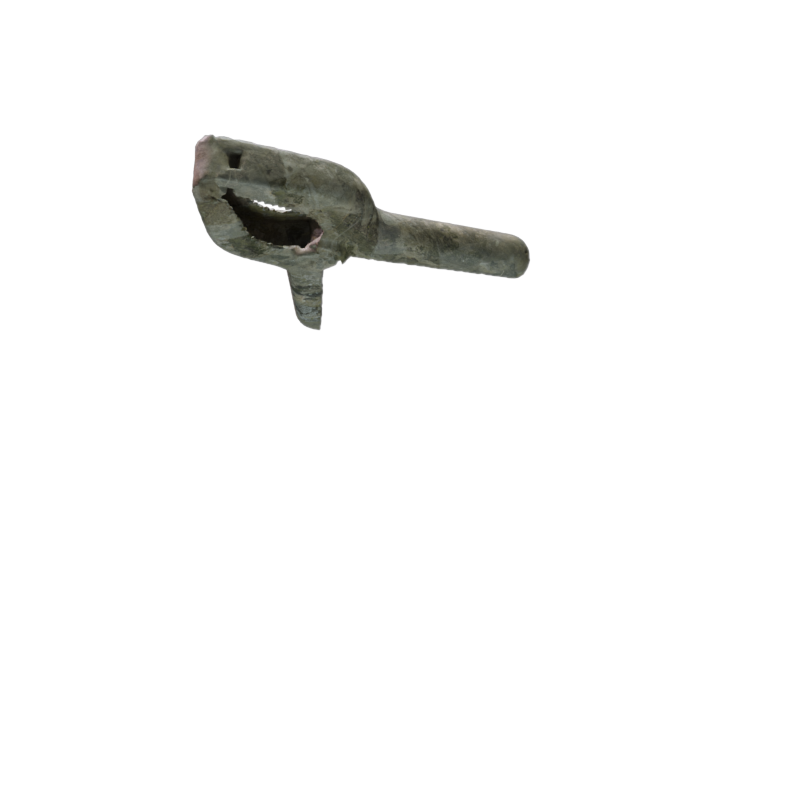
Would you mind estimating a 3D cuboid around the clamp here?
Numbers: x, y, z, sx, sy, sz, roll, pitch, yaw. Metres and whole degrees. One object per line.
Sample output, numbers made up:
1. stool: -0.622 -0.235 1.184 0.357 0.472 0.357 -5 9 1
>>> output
1. clamp: -0.050 -0.091 0.635 0.166 0.038 0.197 -17 -26 39
